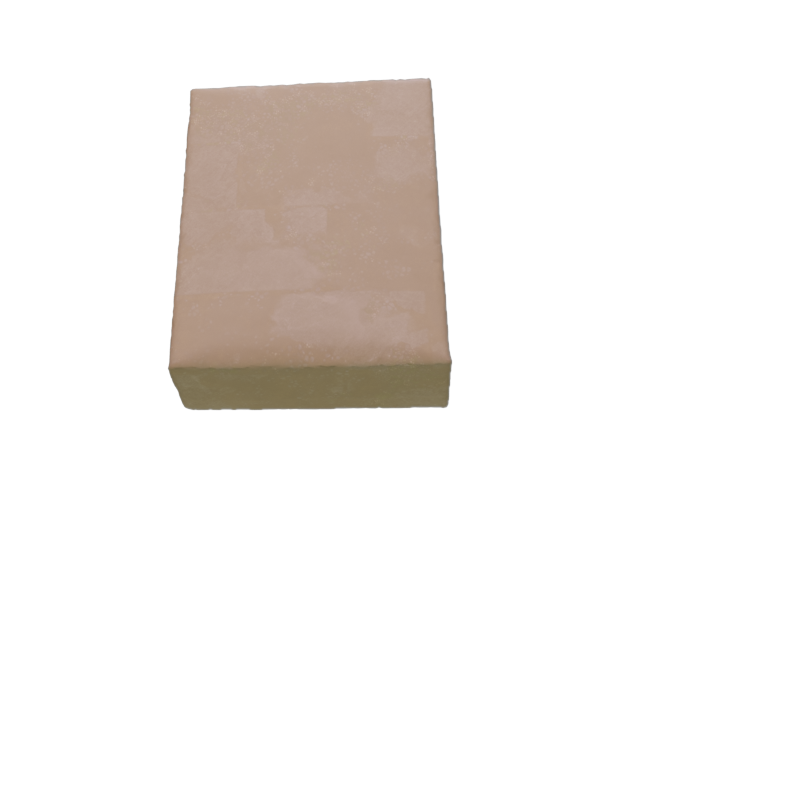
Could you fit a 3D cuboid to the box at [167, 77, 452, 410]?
[{"bbox_3d":[-0.056,-0.101,0.709,0.164,0.228,0.067,-3,-31,2],"label":"box"}]
